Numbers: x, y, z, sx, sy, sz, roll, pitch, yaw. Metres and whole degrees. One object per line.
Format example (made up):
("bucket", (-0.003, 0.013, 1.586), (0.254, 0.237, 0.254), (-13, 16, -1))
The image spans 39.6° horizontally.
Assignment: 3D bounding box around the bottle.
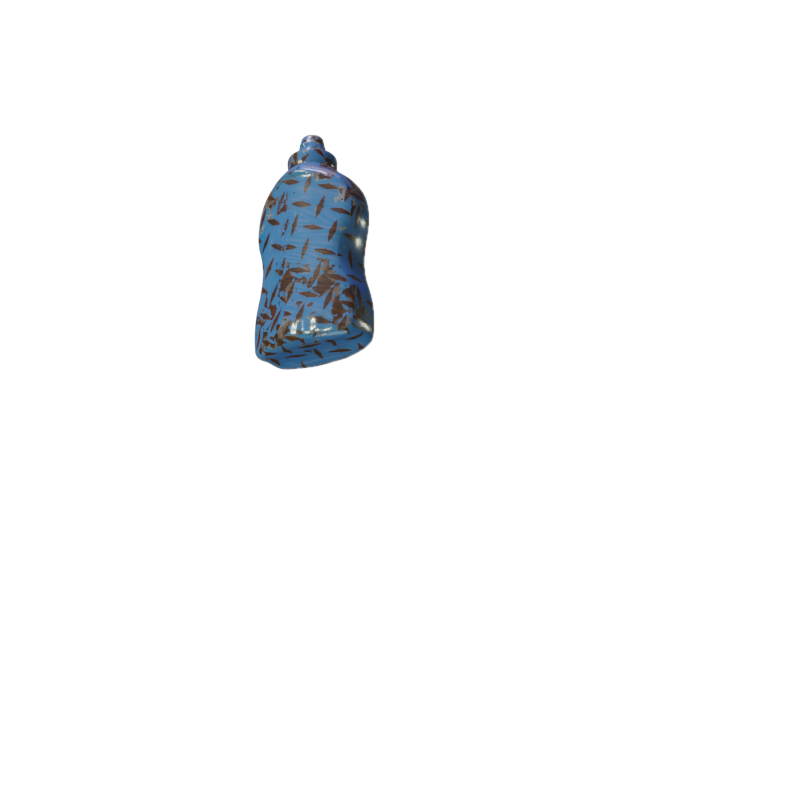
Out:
("bottle", (-0.069, -0.126, 0.882), (0.097, 0.203, 0.054), (-19, -31, 32))
